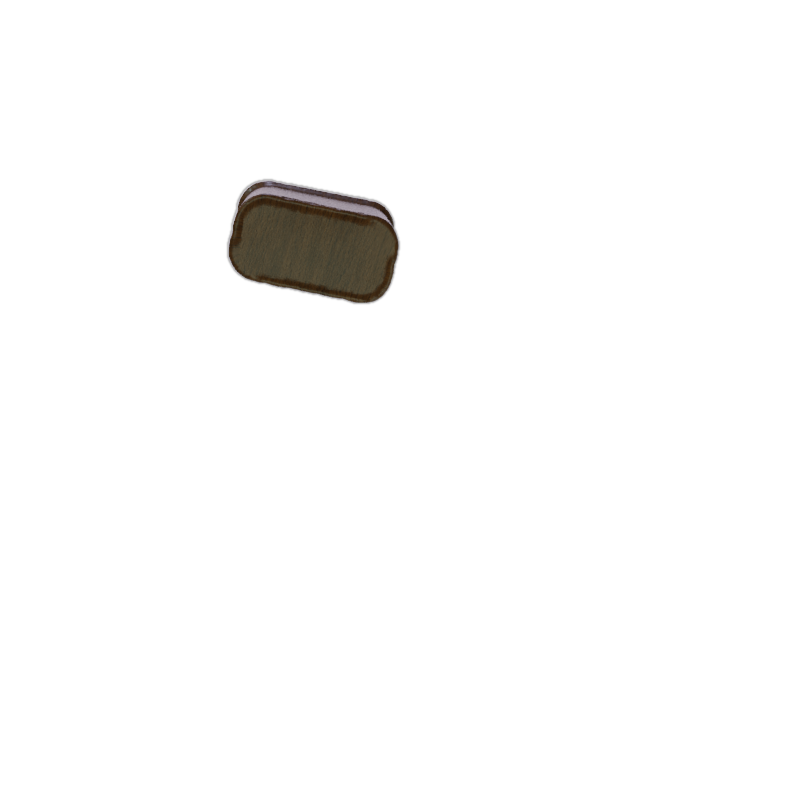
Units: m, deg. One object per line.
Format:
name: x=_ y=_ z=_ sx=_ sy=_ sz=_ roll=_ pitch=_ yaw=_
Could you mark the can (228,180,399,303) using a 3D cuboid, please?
can: x=-0.053 y=-0.096 z=0.671 sx=0.101 sy=0.056 sz=0.086 roll=11 pitch=11 yaw=-4
